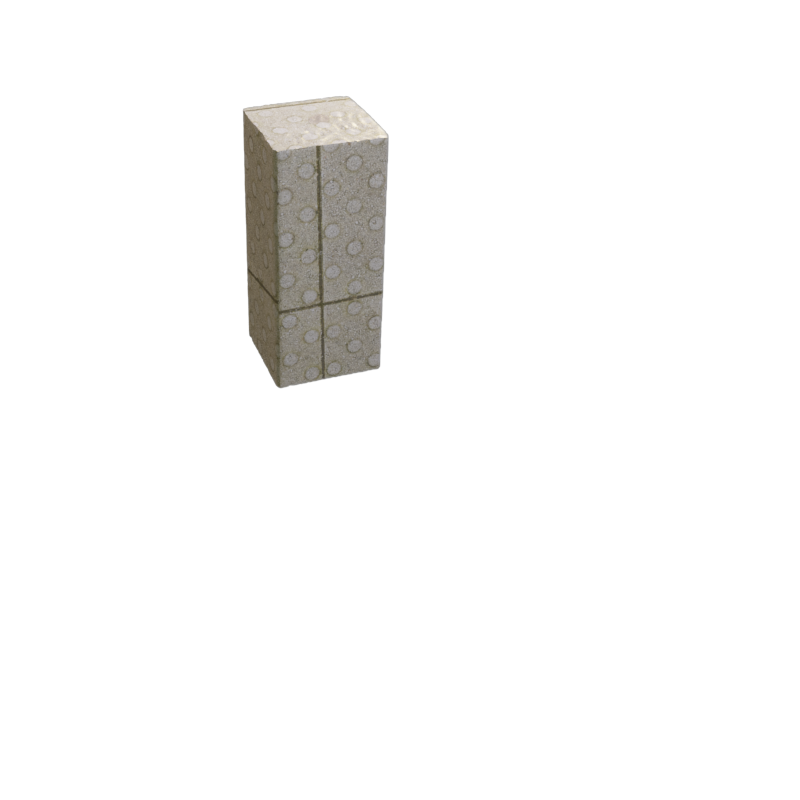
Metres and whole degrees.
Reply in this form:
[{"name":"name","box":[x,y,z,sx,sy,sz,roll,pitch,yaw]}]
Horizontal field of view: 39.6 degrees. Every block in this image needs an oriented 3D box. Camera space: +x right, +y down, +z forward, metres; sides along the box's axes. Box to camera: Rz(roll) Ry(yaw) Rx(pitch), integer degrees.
[{"name":"block","box":[-0.069,-0.126,0.881,0.089,0.194,0.097,-10,33,-19]}]
